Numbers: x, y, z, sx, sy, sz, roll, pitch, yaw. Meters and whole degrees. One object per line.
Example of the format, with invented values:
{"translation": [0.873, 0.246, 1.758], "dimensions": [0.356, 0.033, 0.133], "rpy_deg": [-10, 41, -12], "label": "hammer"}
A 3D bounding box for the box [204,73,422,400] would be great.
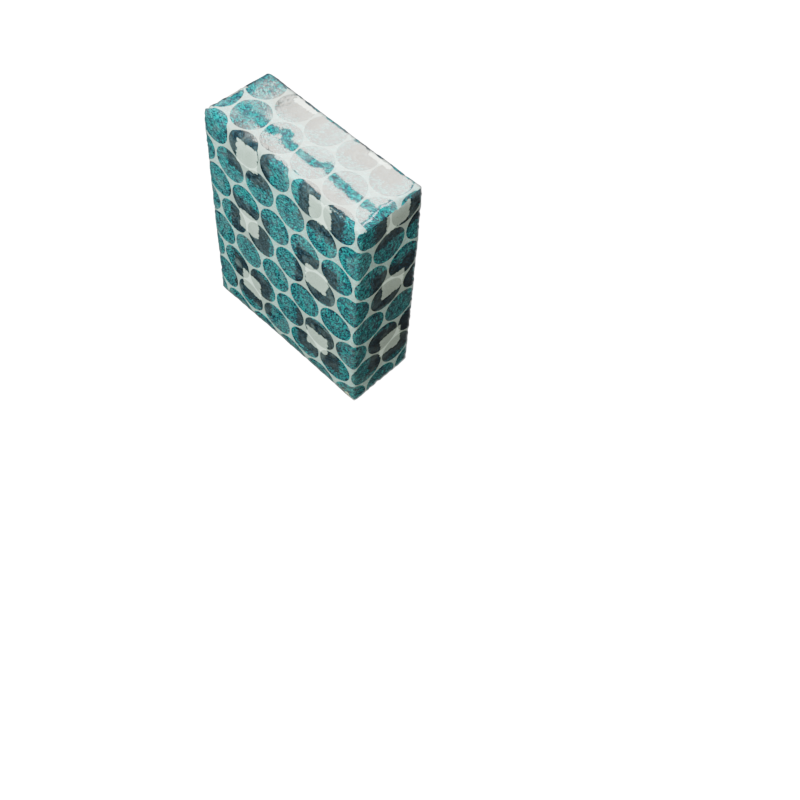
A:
{"translation": [-0.067, -0.122, 0.857], "dimensions": [0.072, 0.174, 0.200], "rpy_deg": [-37, -26, -25], "label": "box"}
